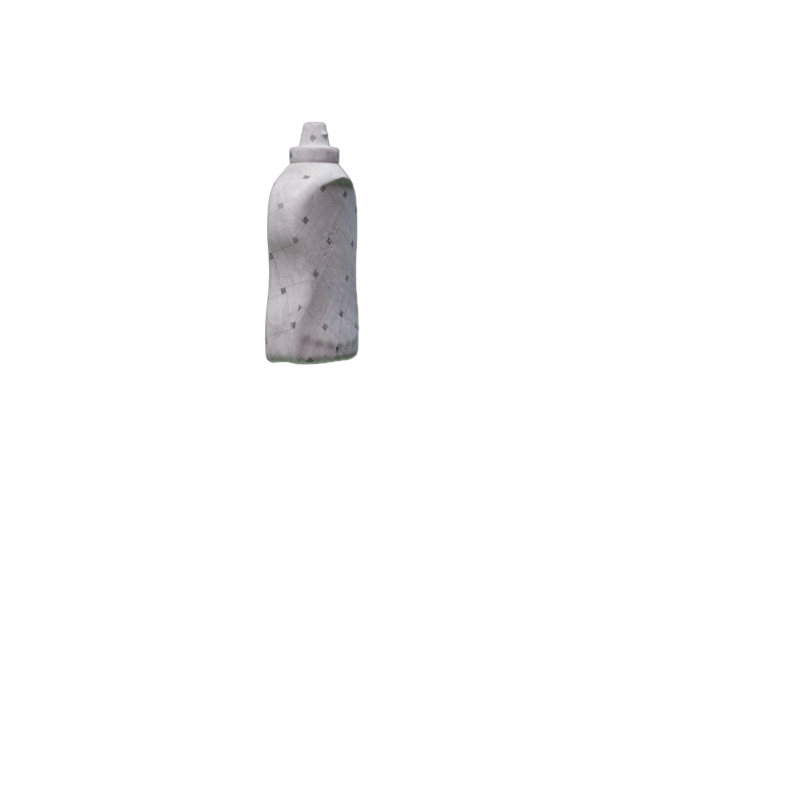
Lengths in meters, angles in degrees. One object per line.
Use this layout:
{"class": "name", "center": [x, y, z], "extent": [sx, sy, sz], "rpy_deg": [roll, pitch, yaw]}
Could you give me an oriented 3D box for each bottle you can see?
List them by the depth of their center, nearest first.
{"class": "bottle", "center": [-0.069, -0.127, 0.893], "extent": [0.060, 0.192, 0.093], "rpy_deg": [0, 0, 32]}
